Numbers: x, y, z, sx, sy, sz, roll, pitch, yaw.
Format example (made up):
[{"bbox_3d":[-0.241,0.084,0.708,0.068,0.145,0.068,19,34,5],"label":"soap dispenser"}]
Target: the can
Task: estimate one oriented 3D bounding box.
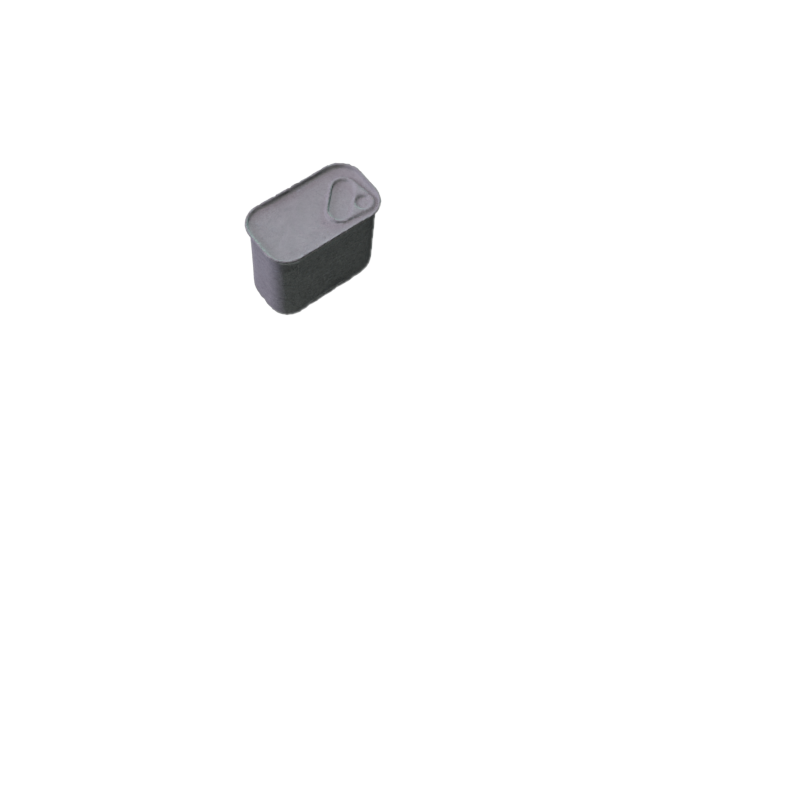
[{"bbox_3d":[-0.067,-0.122,0.855,0.102,0.061,0.079,-34,-22,-19],"label":"can"}]
